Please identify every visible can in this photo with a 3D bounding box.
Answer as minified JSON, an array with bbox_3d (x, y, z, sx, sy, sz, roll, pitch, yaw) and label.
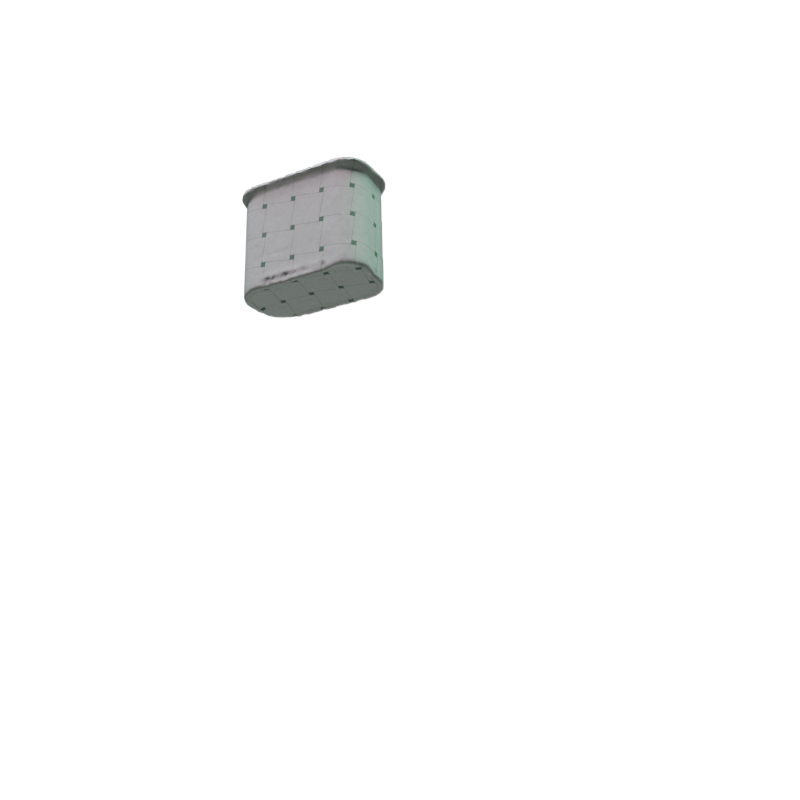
[{"bbox_3d":[-0.061,-0.110,0.772,0.103,0.089,0.053,-14,-29,26],"label":"can"}]
